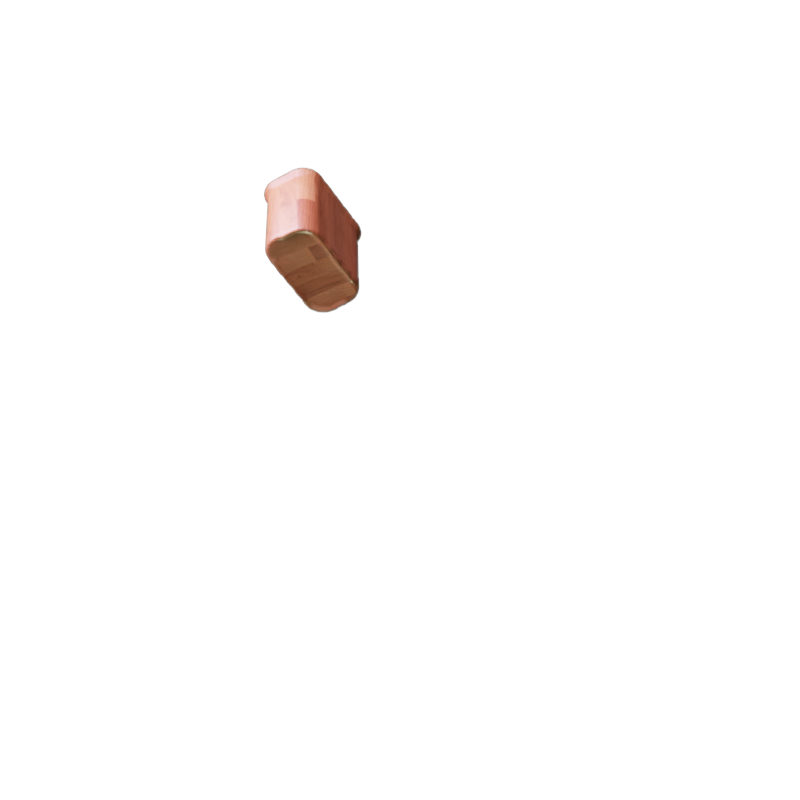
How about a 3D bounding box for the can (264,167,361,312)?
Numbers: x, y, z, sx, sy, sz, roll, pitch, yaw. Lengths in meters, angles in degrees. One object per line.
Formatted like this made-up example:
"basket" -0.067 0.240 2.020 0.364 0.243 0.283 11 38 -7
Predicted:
"can" -0.077 -0.140 0.979 0.058 0.090 0.095 -25 -51 19
